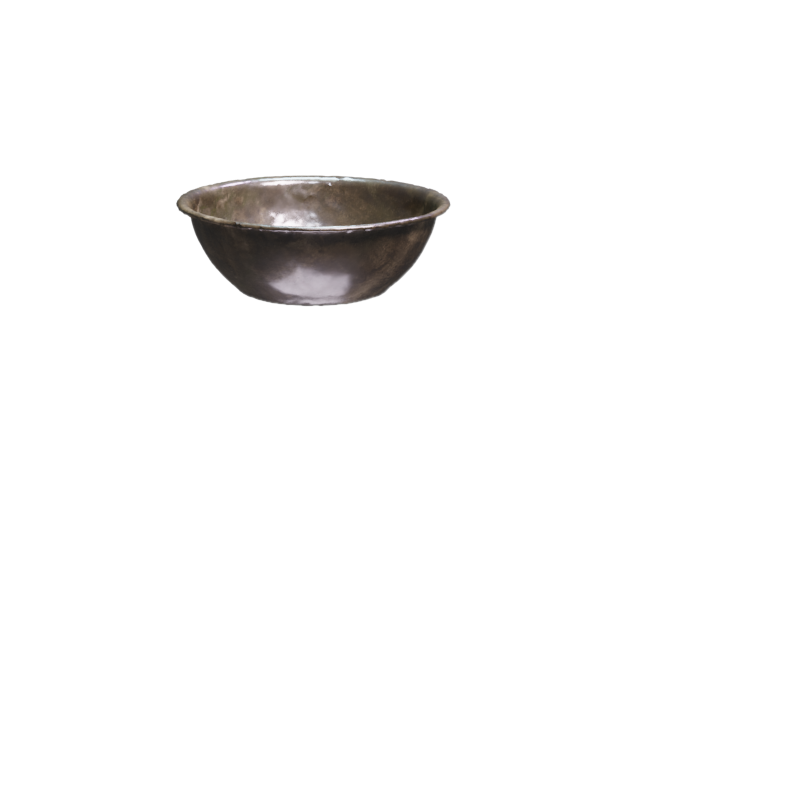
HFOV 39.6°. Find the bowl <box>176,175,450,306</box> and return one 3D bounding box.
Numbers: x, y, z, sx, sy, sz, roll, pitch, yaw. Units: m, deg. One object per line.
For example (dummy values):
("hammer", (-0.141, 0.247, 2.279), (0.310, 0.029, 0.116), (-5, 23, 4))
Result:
("bowl", (-0.052, -0.095, 0.662), (0.162, 0.053, 0.169), (-1, 19, -2))
